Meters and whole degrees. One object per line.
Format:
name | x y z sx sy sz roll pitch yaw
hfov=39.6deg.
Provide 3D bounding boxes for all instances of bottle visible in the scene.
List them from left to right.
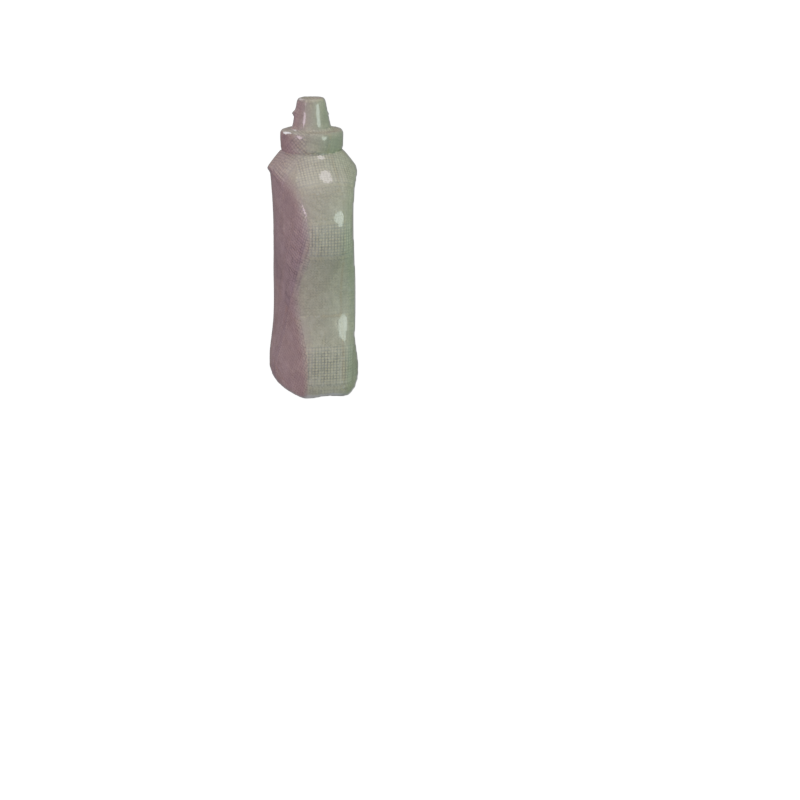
bottle | -0.058 -0.105 0.737 0.057 0.185 0.101 -3 17 -13
